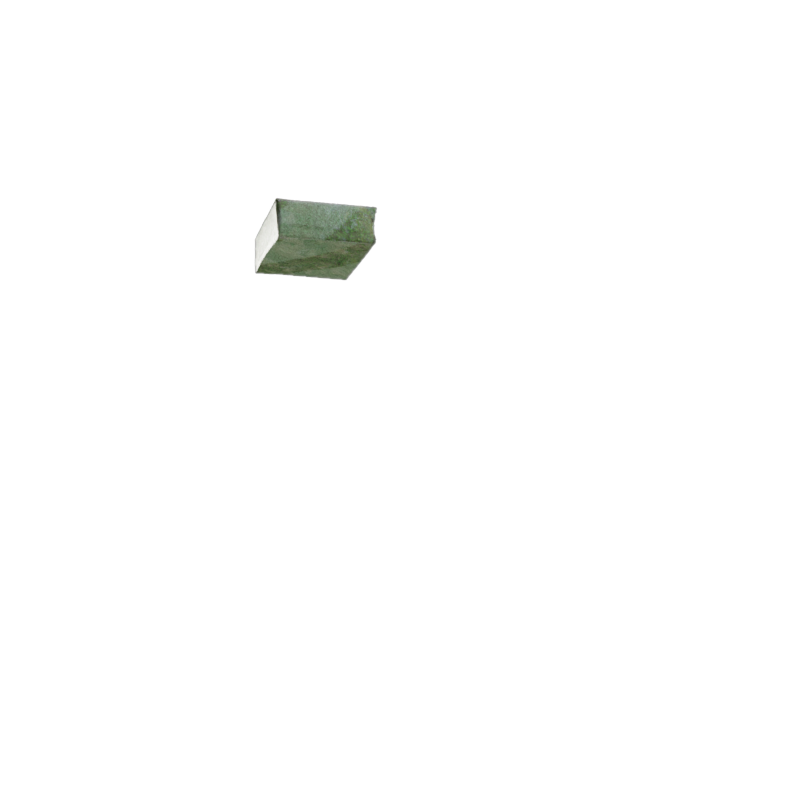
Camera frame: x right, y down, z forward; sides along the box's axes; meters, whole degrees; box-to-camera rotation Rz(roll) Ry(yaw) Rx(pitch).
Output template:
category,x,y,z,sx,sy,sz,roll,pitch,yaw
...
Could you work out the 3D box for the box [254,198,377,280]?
category,x,y,z,sx,sy,sz,roll,pitch,yaw
box,-0.078,-0.141,0.990,0.088,0.040,0.112,3,-11,-15
